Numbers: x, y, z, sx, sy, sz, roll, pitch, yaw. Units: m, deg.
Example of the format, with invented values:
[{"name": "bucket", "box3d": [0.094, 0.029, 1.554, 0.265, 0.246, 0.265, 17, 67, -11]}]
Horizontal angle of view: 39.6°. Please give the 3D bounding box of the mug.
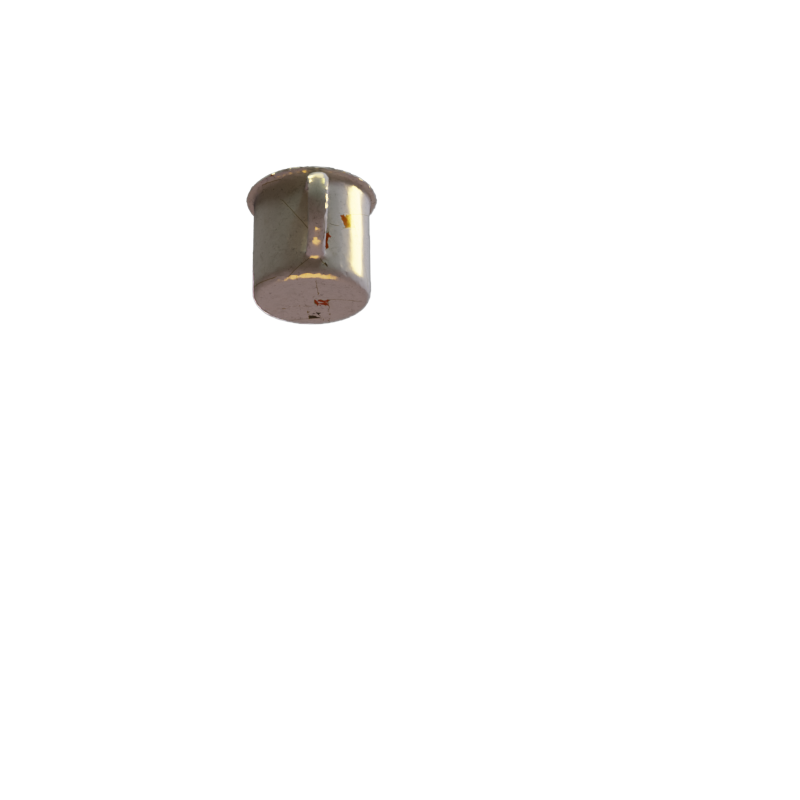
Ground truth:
[{"name": "mug", "box3d": [-0.060, -0.109, 0.764, 0.092, 0.086, 0.112, 3, -25, -8]}]
